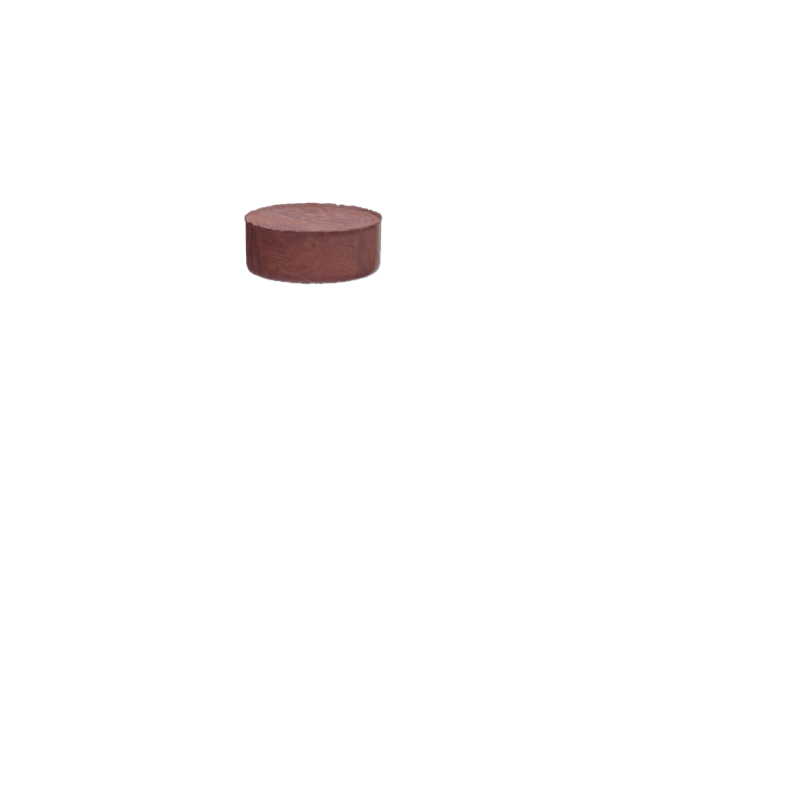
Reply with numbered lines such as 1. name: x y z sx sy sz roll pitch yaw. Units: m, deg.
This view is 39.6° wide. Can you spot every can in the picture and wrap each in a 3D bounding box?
1. can: -0.054 -0.099 0.690 0.086 0.032 0.089 -1 20 -2
